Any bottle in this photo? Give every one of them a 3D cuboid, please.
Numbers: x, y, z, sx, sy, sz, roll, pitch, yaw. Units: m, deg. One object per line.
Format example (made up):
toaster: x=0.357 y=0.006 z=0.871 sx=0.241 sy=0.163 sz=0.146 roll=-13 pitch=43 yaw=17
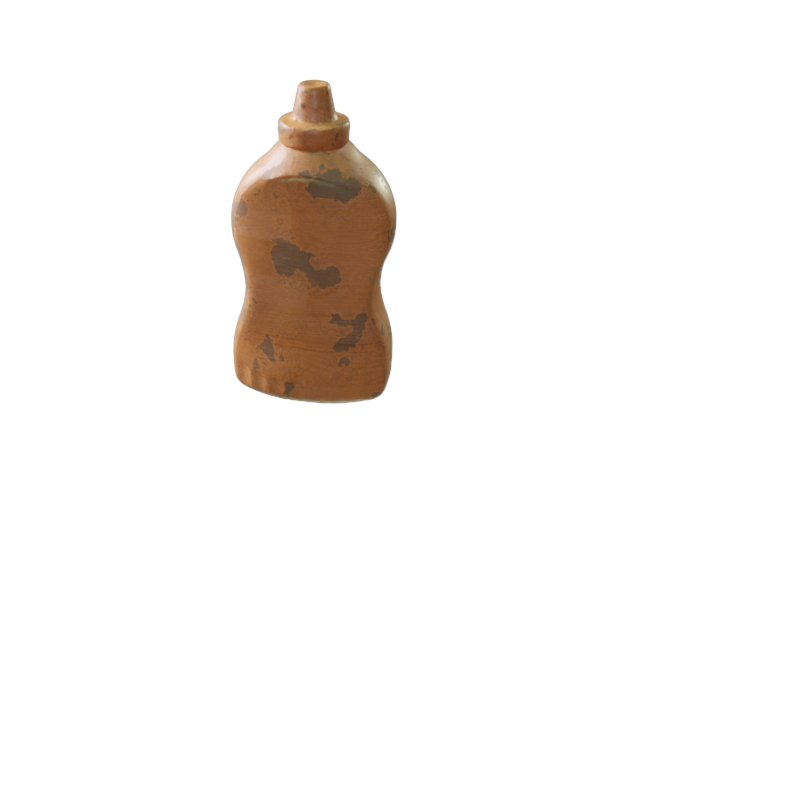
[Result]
bottle: x=-0.051 y=-0.094 z=0.654 sx=0.098 sy=0.182 sz=0.060 roll=7 pitch=26 yaw=10
